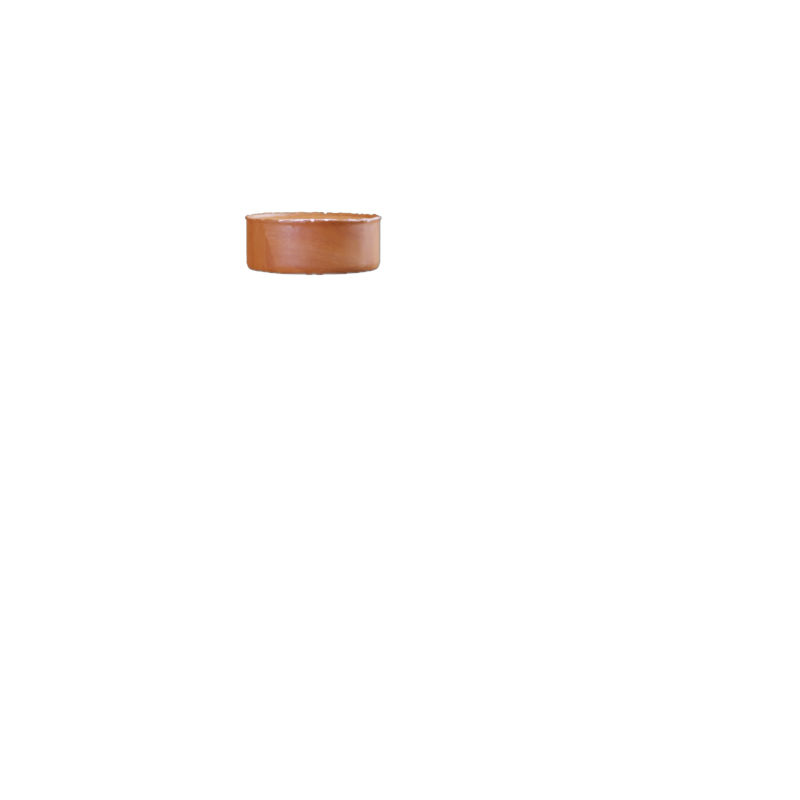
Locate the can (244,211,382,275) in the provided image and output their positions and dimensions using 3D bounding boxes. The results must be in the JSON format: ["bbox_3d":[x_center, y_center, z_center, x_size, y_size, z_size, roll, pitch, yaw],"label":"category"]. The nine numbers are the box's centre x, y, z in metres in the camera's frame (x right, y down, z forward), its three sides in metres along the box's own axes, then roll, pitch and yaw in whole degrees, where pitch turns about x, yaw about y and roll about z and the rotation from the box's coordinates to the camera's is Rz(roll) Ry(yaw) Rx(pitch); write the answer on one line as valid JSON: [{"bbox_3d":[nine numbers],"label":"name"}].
[{"bbox_3d":[-0.055,-0.099,0.697,0.086,0.033,0.088,0,12,-2],"label":"can"}]
